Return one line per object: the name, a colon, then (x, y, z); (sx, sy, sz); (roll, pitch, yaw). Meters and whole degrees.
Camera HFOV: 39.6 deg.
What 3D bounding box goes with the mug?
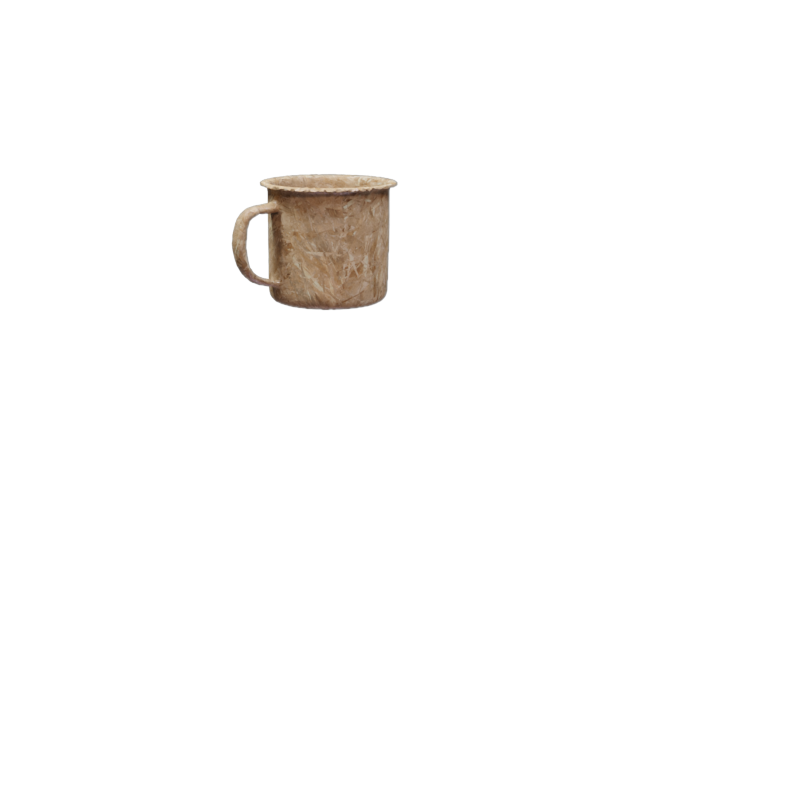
mug: (-0.059, -0.107, 0.747); (0.114, 0.079, 0.098); (-9, 17, -32)
